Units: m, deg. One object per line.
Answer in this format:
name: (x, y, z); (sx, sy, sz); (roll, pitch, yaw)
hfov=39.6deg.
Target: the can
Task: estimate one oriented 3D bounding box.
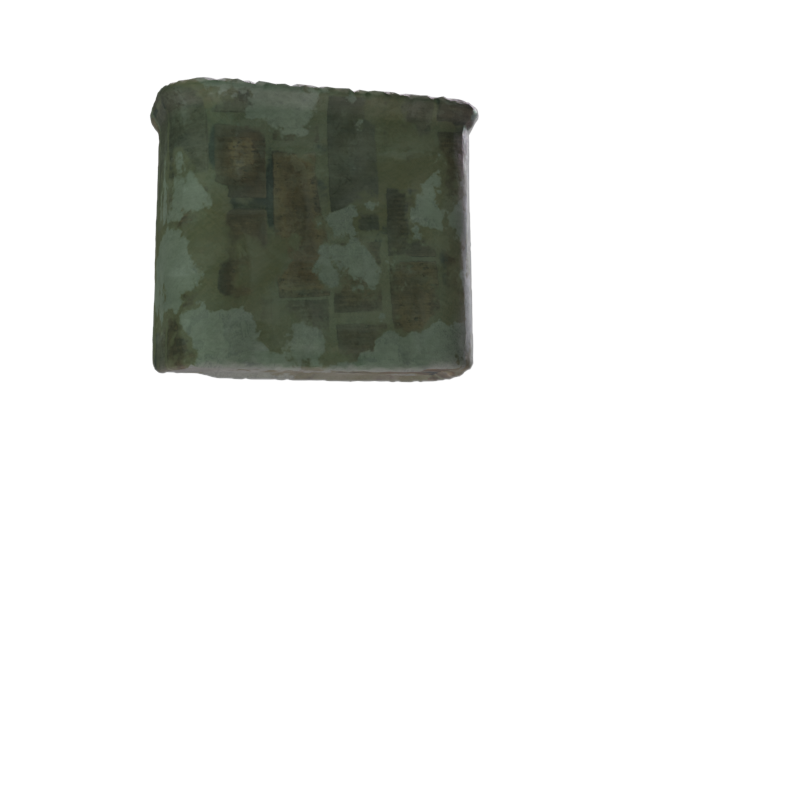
can: (-0.027, -0.049, 0.346); (0.100, 0.086, 0.057); (1, -8, -16)
